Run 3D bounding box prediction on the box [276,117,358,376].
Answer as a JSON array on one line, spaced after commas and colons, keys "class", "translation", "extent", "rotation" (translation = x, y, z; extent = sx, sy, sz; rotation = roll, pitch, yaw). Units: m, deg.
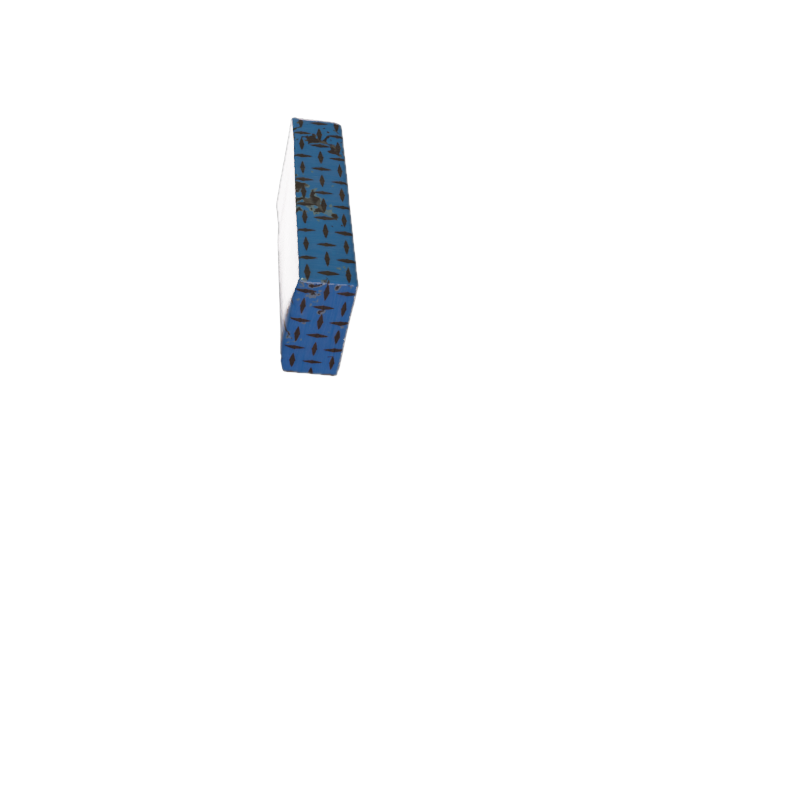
[{"class": "box", "translation": [-0.062, -0.114, 0.795], "extent": [0.047, 0.189, 0.088], "rotation": [6, -44, -10]}]
